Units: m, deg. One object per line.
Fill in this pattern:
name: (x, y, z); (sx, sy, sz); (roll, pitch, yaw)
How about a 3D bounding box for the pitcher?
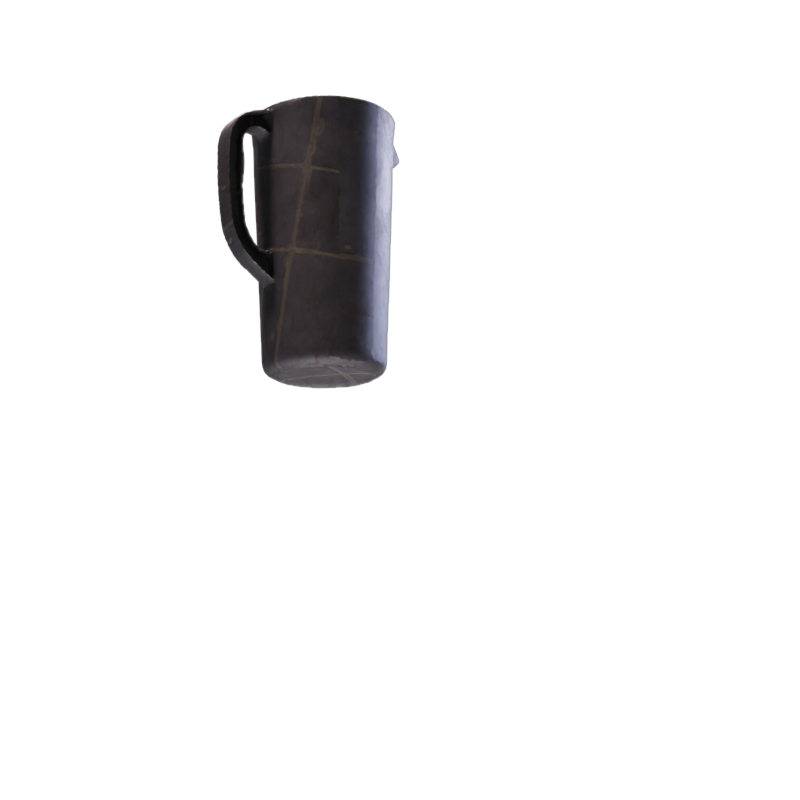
pitcher: (-0.077, -0.140, 0.983); (0.150, 0.254, 0.138); (-3, -17, 7)
